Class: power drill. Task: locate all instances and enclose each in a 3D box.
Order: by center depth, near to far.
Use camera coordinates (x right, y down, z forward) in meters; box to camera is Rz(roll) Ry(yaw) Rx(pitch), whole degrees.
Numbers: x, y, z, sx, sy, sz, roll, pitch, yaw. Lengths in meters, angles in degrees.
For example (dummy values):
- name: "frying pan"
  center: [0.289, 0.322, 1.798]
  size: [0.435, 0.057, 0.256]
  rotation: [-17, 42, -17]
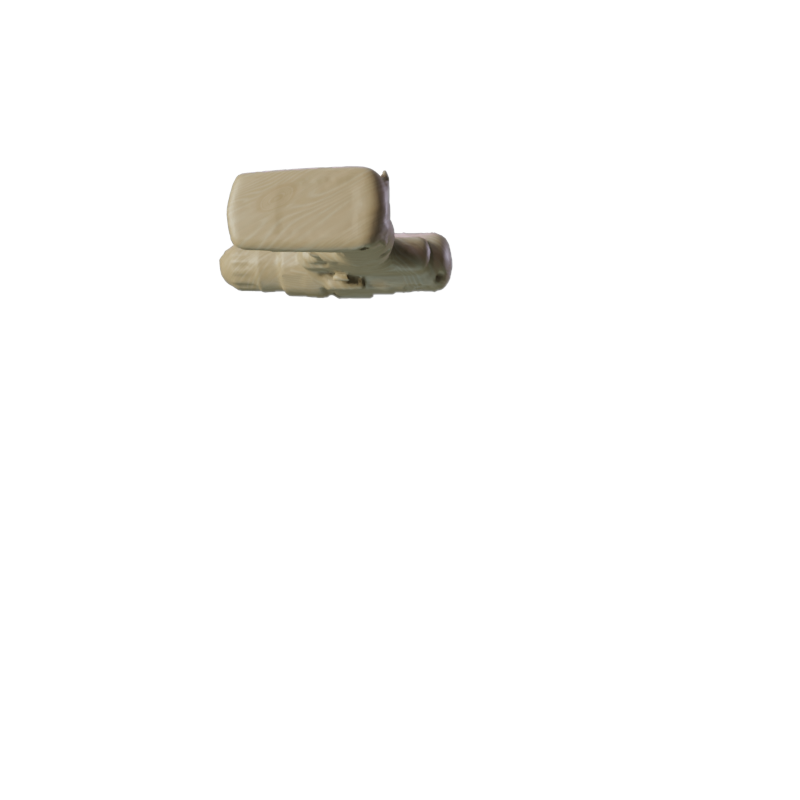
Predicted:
- name: "power drill"
  center: [-0.063, -0.115, 0.802]
  size: [0.187, 0.059, 0.181]
  rotation: [-1, -6, 11]
